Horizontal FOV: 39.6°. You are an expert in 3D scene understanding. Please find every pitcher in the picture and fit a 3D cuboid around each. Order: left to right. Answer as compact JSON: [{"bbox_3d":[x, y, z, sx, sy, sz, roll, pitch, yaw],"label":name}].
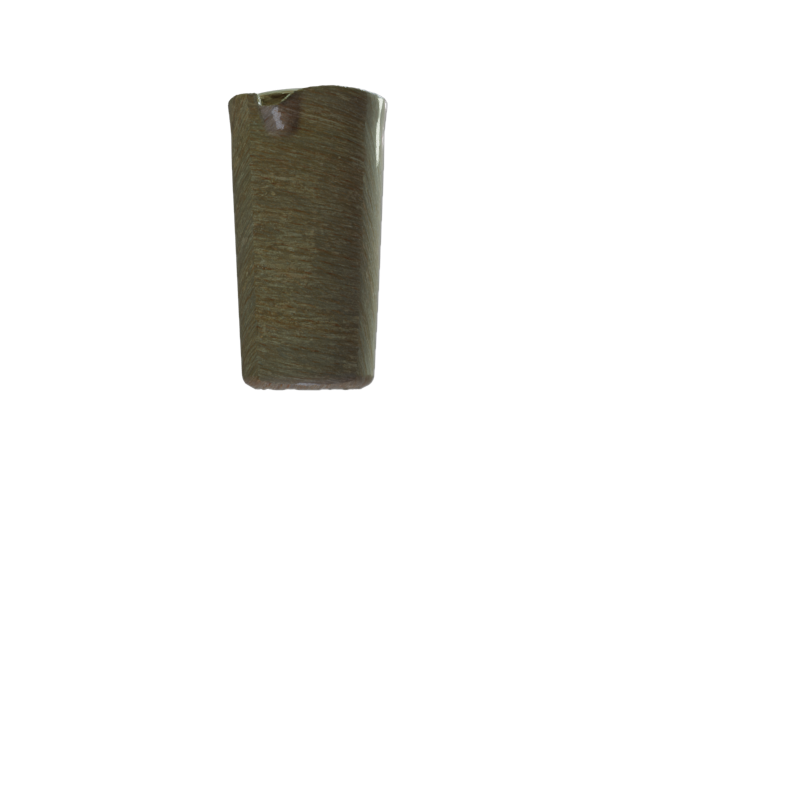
[{"bbox_3d":[-0.072,-0.132,0.922,0.144,0.246,0.148,2,-5,-28],"label":"pitcher"}]
